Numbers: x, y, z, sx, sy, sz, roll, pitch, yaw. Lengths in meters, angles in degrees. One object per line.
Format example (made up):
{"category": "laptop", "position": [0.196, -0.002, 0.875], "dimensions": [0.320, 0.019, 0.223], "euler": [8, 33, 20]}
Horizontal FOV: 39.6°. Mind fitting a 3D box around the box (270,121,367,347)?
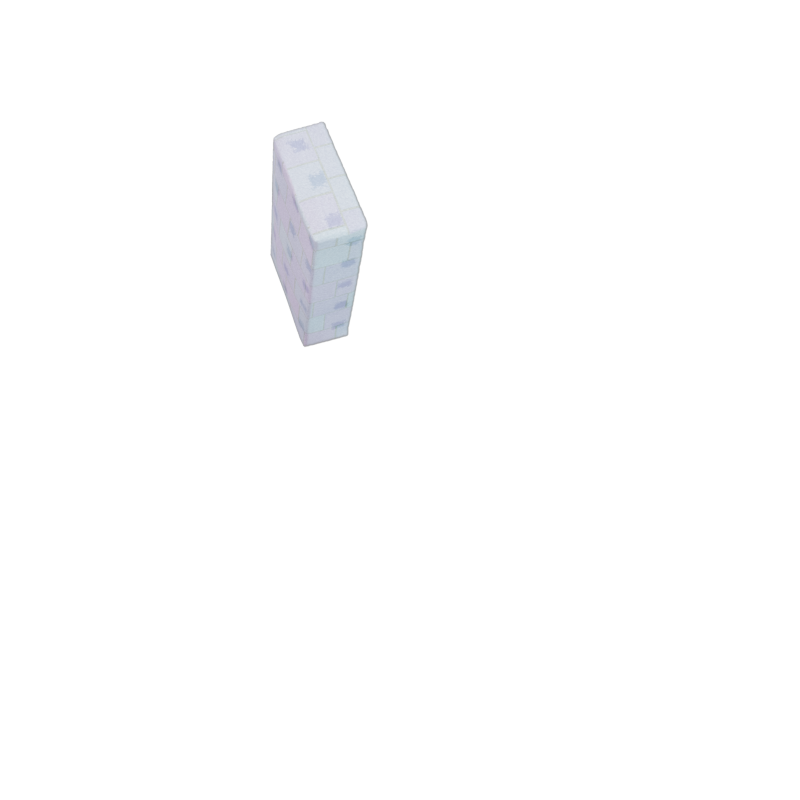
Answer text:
{"category": "box", "position": [-0.065, -0.118, 0.829], "dimensions": [0.048, 0.099, 0.167], "euler": [-17, -22, -11]}
